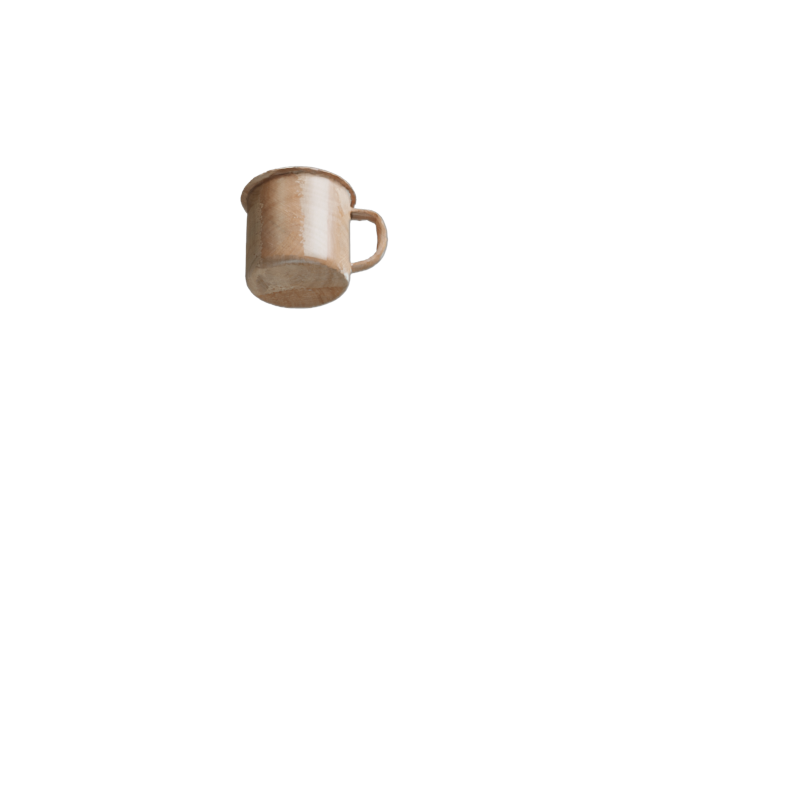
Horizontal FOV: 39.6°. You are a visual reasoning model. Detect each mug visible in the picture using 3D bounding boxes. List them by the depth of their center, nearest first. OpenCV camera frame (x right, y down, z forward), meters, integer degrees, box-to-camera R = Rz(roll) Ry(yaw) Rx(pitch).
[{"bbox_3d":[-0.068,-0.124,0.872,0.117,0.087,0.088,0,-27,-2],"label":"mug"}]
